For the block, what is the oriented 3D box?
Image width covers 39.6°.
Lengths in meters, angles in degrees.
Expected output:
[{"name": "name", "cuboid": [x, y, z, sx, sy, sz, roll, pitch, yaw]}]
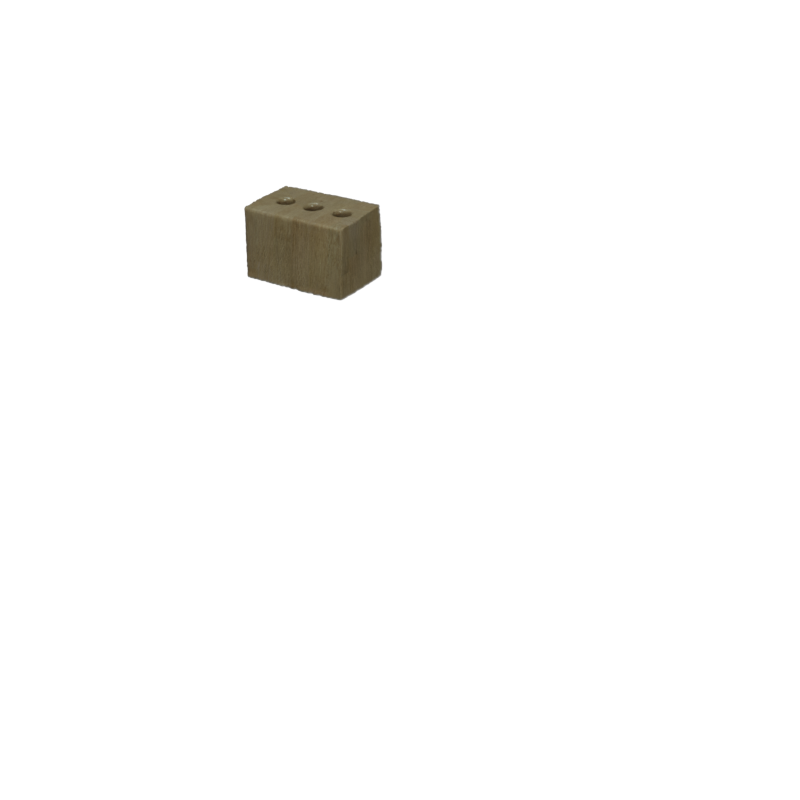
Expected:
[{"name": "block", "cuboid": [-0.058, -0.105, 0.738, 0.082, 0.049, 0.053, 15, 29, 27]}]
